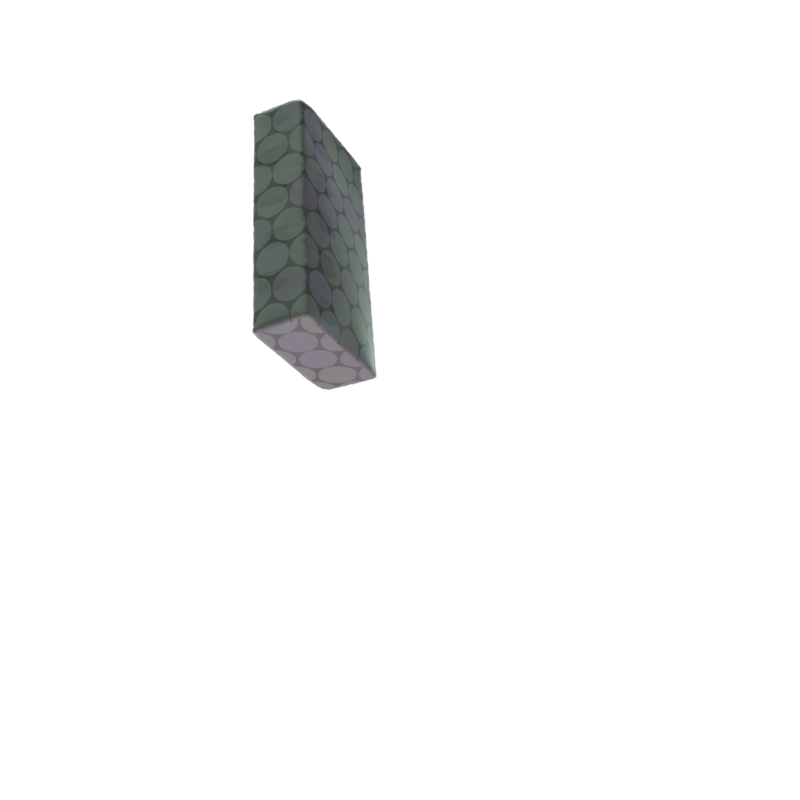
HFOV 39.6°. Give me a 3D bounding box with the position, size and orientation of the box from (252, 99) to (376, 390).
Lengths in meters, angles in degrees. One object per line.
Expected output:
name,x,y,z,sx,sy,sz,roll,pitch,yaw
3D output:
box,-0.057,-0.105,0.732,0.049,0.188,0.086,-17,-34,22
